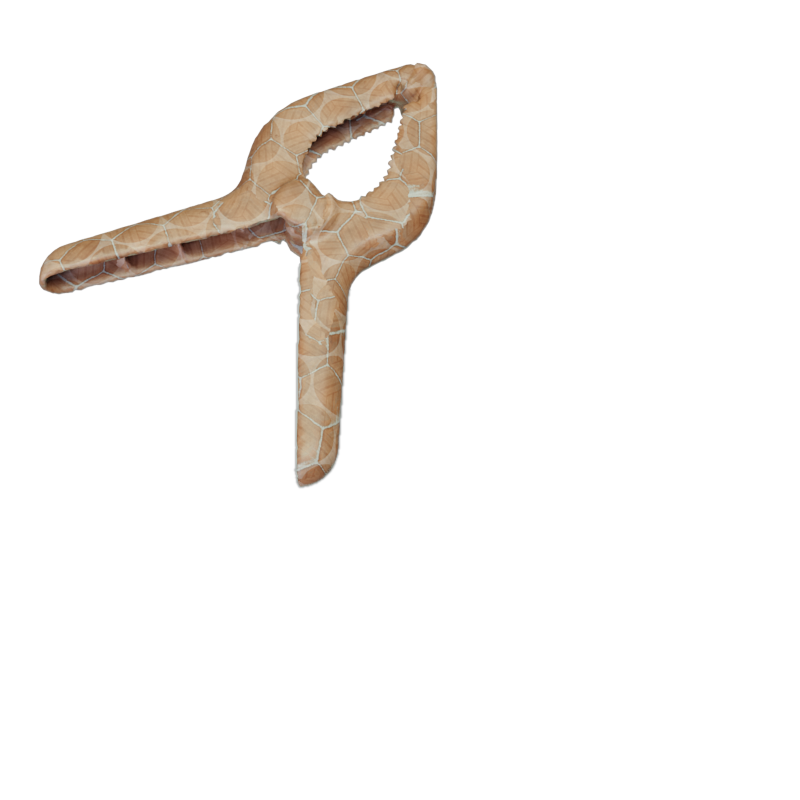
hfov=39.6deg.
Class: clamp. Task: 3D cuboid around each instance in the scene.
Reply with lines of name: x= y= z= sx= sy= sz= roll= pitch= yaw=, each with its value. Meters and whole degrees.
clamp: x=-0.041 y=-0.075 z=0.524 sx=0.172 sy=0.212 sz=0.034 roll=41 pitch=-18 yaw=16
